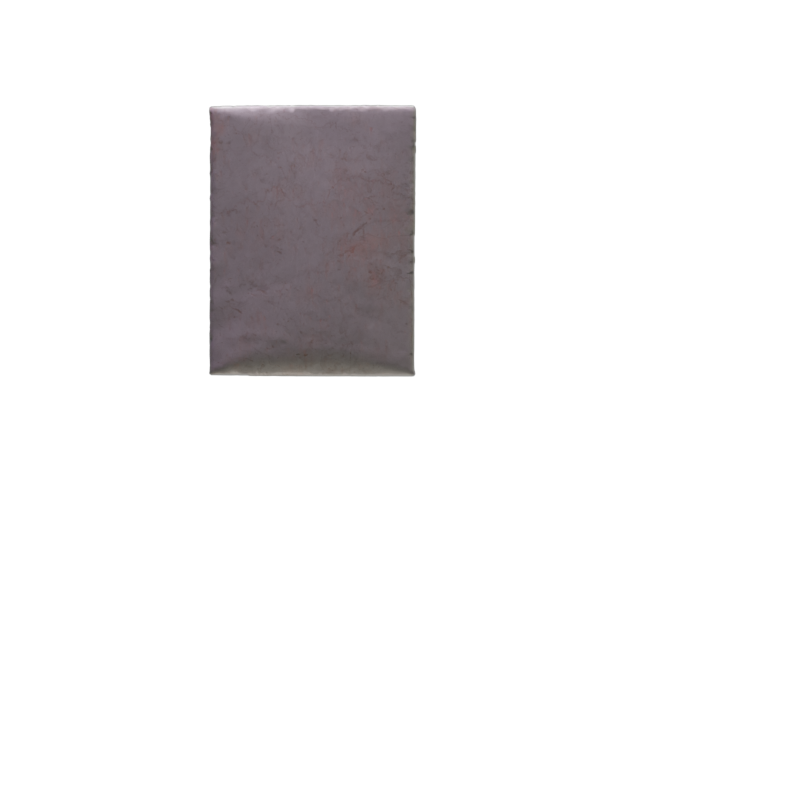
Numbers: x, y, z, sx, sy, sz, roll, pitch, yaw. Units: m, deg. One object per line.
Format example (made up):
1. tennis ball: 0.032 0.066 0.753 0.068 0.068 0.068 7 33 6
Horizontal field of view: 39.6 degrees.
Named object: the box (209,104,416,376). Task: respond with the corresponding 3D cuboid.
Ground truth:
1. box: -0.070 -0.128 0.897 0.164 0.214 0.072 0 0 0
